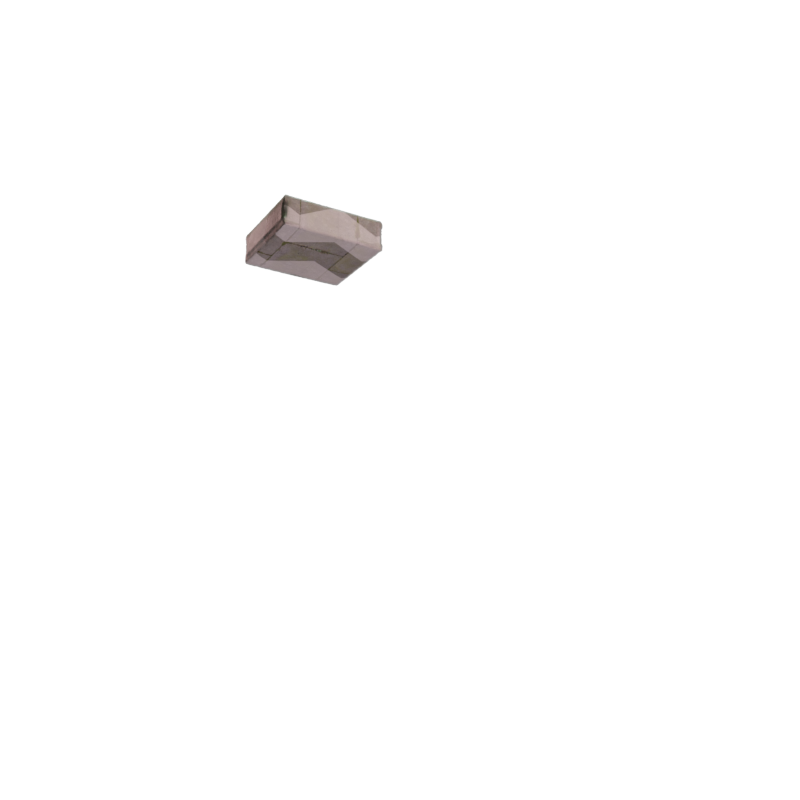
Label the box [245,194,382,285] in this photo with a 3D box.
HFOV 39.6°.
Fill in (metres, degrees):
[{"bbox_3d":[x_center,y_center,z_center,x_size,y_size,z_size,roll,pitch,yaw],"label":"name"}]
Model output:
[{"bbox_3d":[-0.069,-0.127,0.889,0.086,0.032,0.072,12,-26,-27],"label":"box"}]
